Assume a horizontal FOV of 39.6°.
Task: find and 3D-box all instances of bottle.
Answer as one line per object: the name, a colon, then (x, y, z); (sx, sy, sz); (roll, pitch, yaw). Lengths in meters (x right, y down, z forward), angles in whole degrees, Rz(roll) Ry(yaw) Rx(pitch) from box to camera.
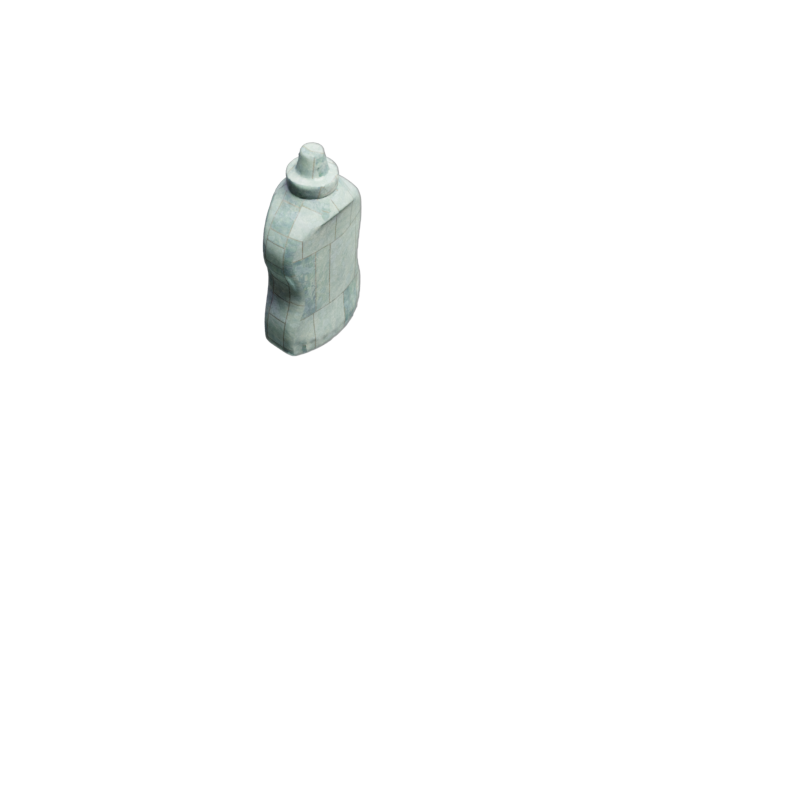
bottle: (-0.071, -0.128, 0.897); (0.062, 0.179, 0.097); (33, 54, 23)
